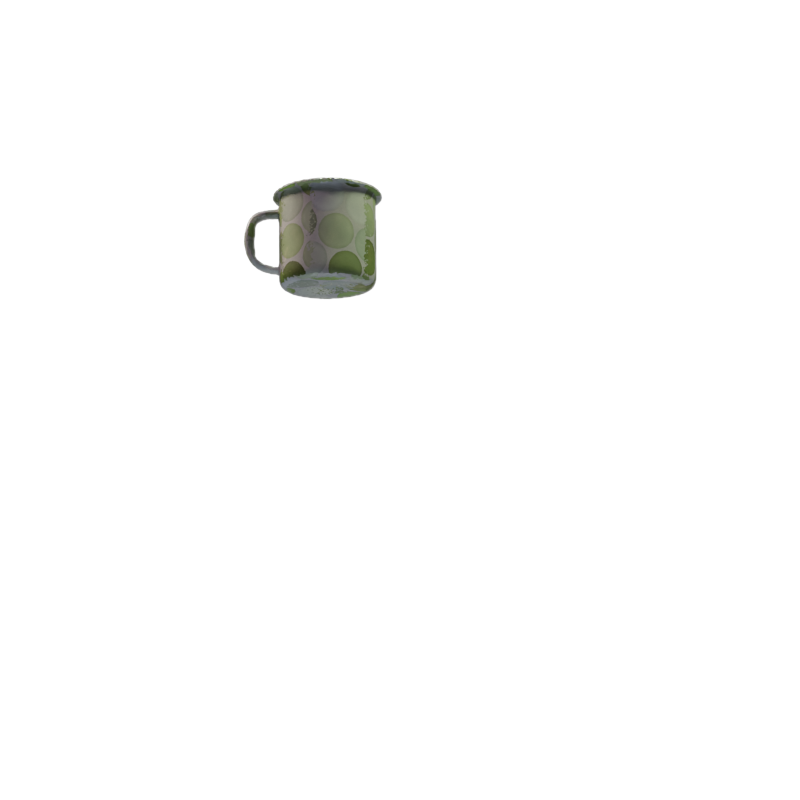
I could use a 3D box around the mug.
[{"bbox_3d":[-0.073,-0.133,0.935,0.117,0.085,0.090,0,-13,-1],"label":"mug"}]
